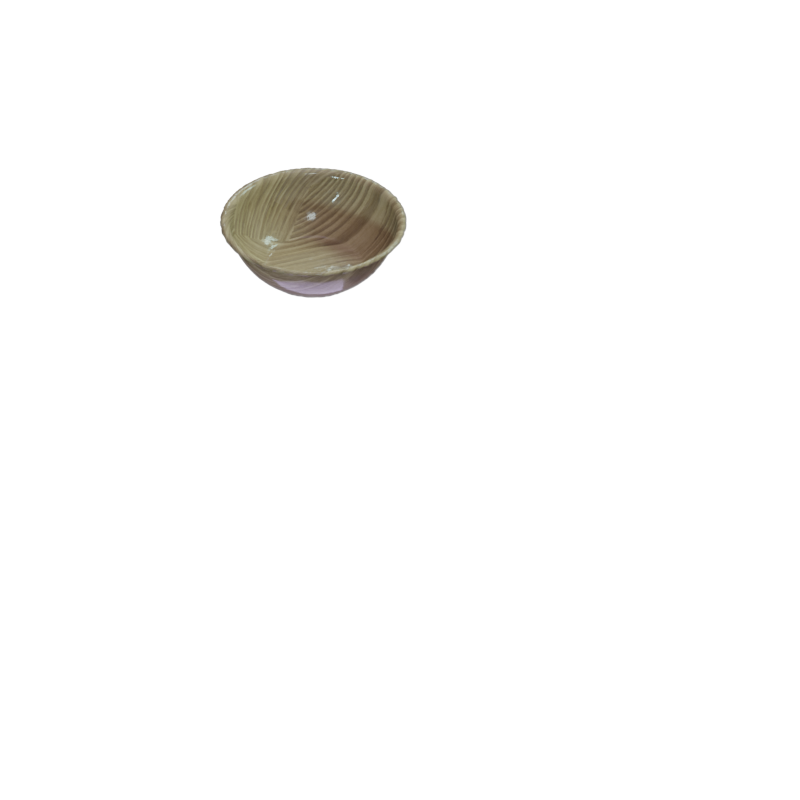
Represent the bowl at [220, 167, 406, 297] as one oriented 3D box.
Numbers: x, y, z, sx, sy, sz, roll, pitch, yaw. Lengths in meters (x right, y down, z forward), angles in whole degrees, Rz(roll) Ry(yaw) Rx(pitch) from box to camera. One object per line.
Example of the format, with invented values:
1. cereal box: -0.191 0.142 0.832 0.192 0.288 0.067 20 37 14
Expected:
1. bowl: -0.076 -0.139 0.975 0.162 0.051 0.174 -1 41 -2
